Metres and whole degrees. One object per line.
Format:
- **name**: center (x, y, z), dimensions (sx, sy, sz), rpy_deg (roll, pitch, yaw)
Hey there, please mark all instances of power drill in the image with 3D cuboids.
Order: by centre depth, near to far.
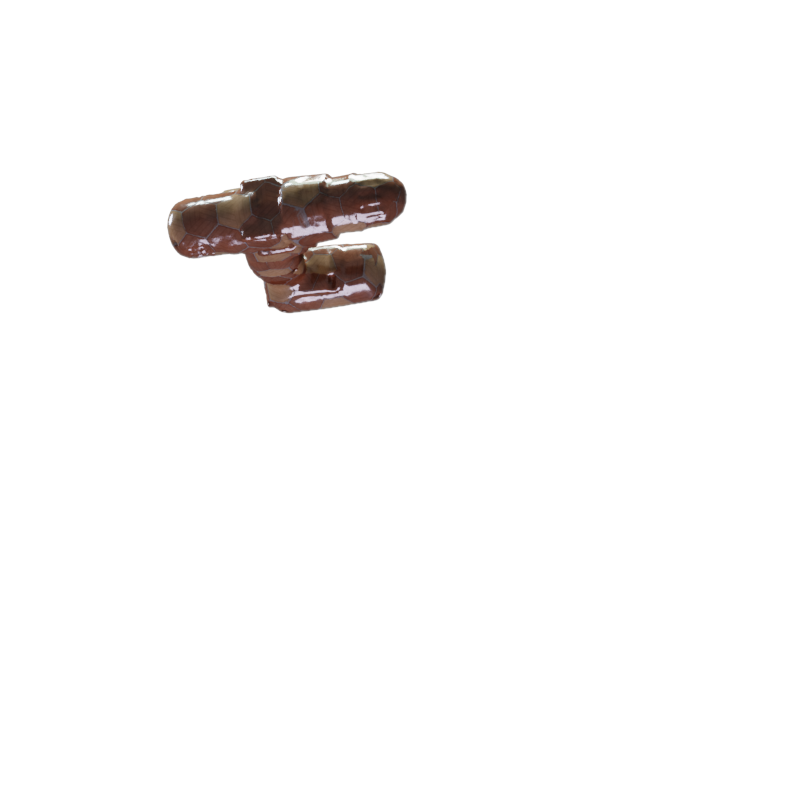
- **power drill**: center (-0.070, -0.127, 0.888), dimensions (0.187, 0.060, 0.177), rpy_deg (-4, -15, 15)
